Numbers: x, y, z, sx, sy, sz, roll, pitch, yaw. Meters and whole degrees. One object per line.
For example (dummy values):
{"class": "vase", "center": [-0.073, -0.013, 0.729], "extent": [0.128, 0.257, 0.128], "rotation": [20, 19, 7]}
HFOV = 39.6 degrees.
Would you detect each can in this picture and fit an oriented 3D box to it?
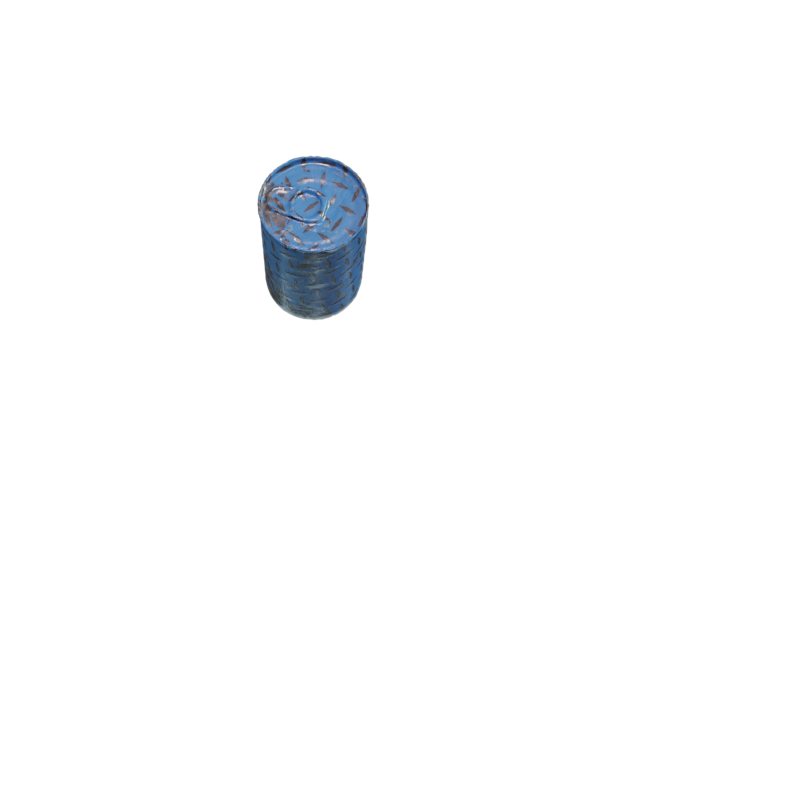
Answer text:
{"class": "can", "center": [-0.056, -0.102, 0.716], "extent": [0.068, 0.072, 0.097], "rotation": [0, -24, -3]}
